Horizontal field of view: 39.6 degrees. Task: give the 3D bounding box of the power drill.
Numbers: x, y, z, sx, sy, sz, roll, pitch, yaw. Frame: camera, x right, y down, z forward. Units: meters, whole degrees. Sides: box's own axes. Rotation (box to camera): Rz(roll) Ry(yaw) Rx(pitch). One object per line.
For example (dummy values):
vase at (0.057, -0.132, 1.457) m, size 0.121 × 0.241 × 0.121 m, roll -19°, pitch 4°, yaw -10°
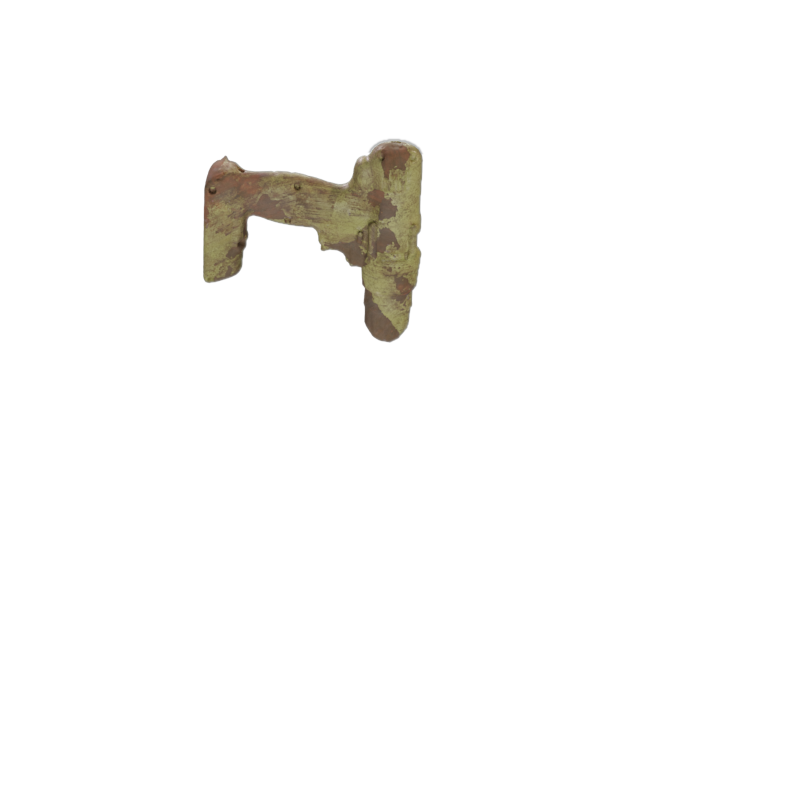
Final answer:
power drill at (-0.075, -0.137, 0.959) m, size 0.187 × 0.175 × 0.060 m, roll 2°, pitch 24°, yaw -1°
